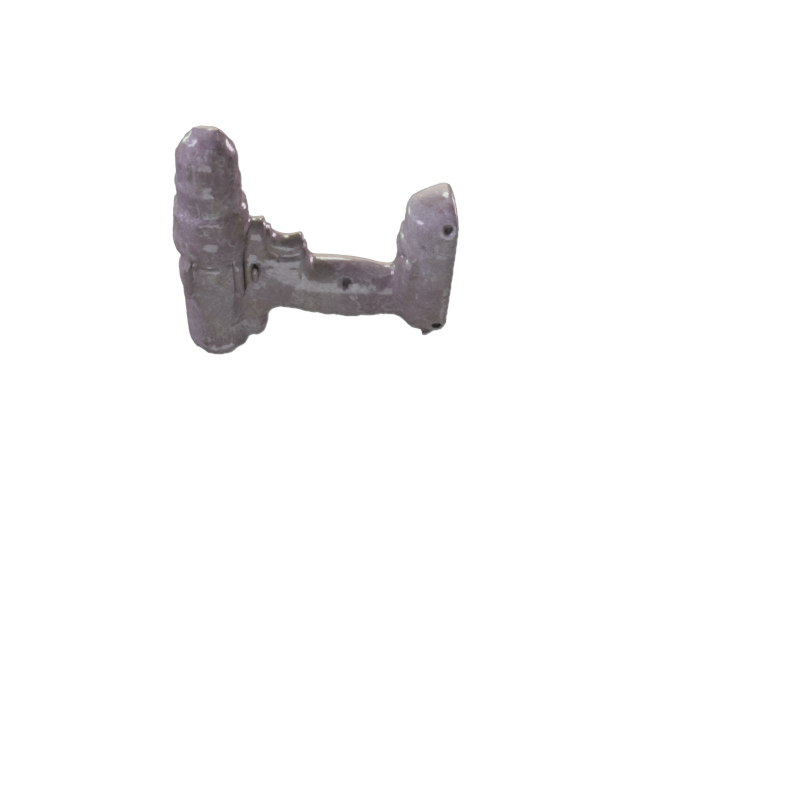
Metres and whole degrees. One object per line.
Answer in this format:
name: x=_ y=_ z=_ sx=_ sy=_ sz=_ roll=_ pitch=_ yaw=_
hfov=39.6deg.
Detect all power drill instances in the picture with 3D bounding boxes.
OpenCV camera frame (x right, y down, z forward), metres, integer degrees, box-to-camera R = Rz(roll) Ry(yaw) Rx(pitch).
power drill: x=-0.058 y=-0.107 z=0.747 sx=0.187 sy=0.062 sz=0.172 roll=1 pitch=-44 yaw=-2
